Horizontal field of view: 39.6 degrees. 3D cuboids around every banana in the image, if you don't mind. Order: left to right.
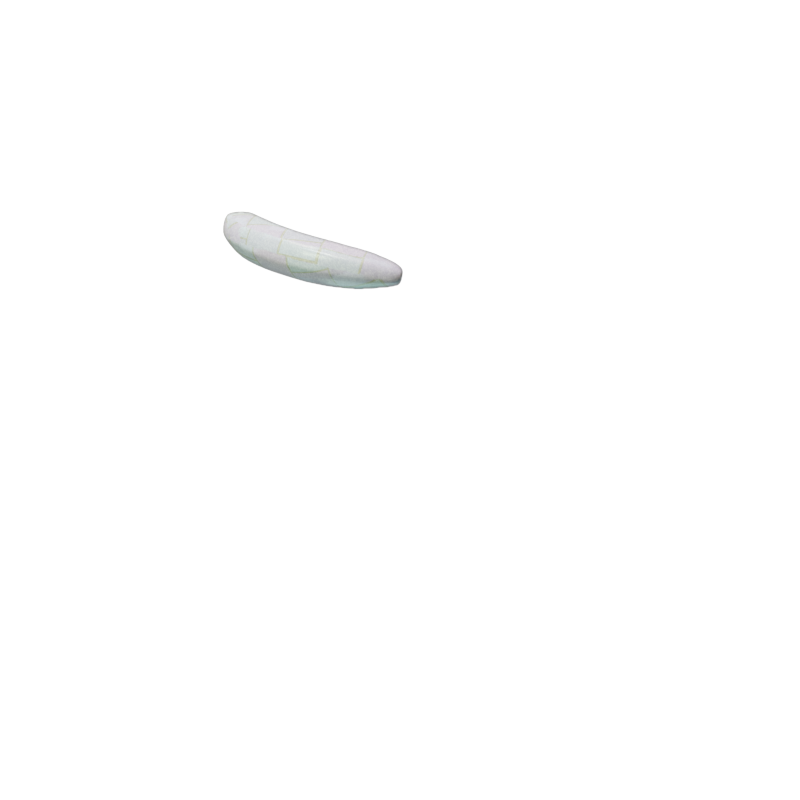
[{"bbox_3d":[-0.089,-0.129,0.925,0.069,0.035,0.211,-23,35,-37],"label":"banana"}]
